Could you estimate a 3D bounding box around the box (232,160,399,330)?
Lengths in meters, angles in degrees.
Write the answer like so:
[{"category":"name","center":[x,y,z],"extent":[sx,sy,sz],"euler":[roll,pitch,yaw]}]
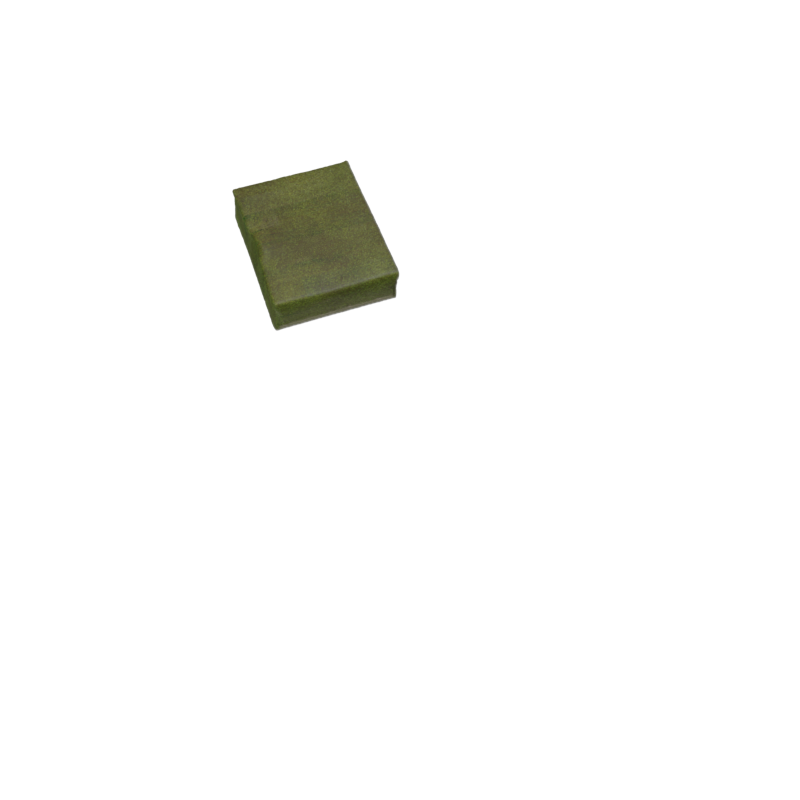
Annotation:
[{"category":"box","center":[-0.050,-0.091,0.638],"extent":[0.072,0.096,0.028],"euler":[-16,-32,-11]}]
